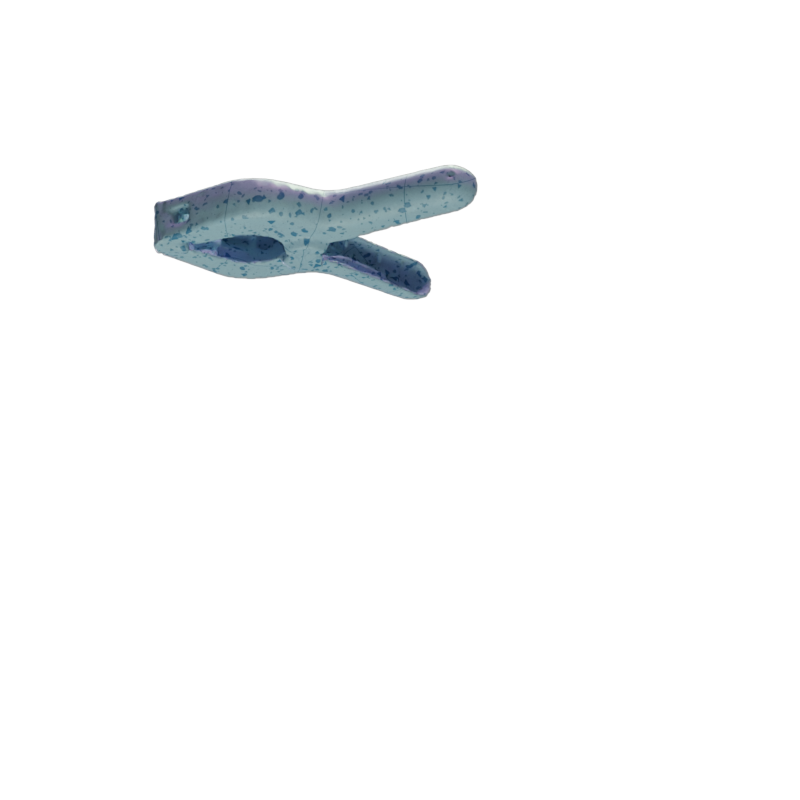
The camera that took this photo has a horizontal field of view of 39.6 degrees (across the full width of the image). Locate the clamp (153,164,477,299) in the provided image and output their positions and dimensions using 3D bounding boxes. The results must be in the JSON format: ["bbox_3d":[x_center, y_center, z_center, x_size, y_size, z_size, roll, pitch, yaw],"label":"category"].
[{"bbox_3d":[-0.048,-0.088,0.617,0.171,0.042,0.112,0,-31,0],"label":"clamp"}]
